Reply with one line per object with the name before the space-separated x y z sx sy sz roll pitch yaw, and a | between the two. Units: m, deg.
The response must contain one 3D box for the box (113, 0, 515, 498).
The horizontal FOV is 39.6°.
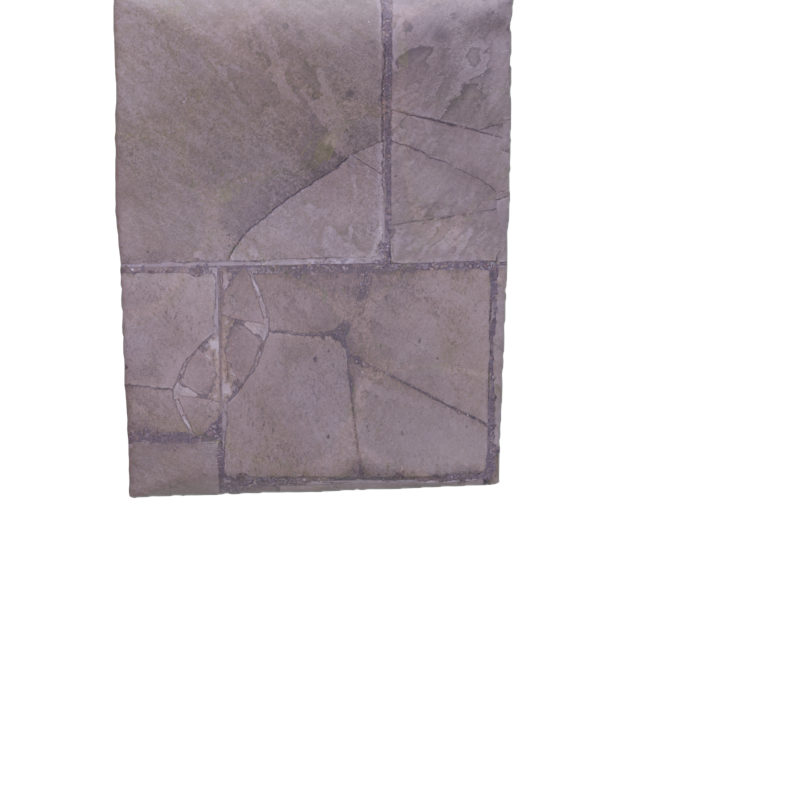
box | -0.038 -0.069 0.484 0.163 0.208 0.074 0 12 -3
